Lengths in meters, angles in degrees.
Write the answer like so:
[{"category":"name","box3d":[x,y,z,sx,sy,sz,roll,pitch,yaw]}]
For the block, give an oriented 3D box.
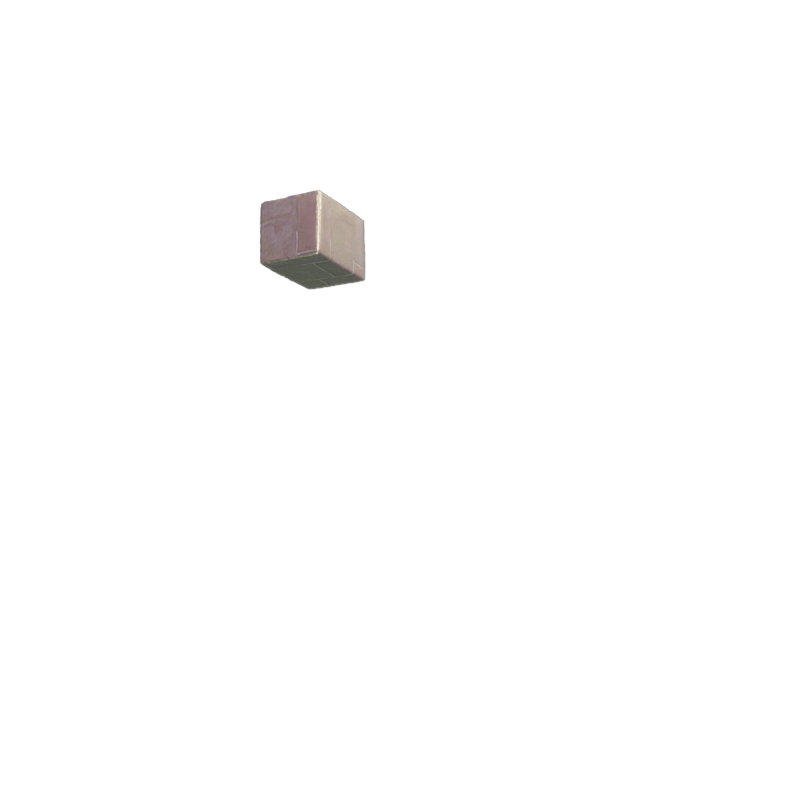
[{"category":"block","box3d":[-0.067,-0.122,0.853,0.054,0.053,0.073,-8,-16,25]}]
